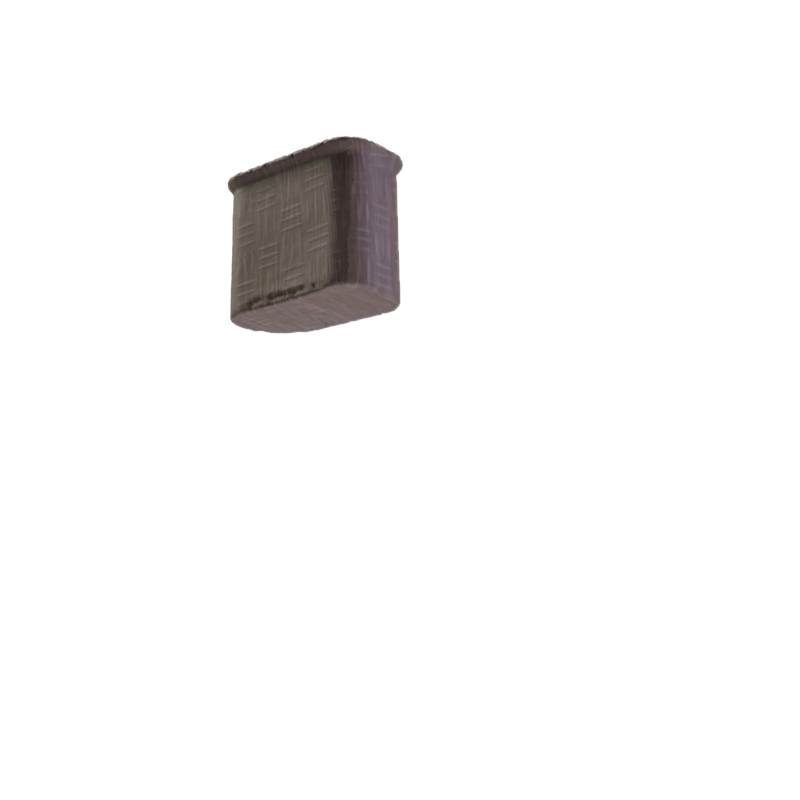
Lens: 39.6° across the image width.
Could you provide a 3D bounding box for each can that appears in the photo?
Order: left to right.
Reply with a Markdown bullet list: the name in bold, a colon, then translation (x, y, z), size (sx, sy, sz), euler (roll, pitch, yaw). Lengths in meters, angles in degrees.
- **can**: translation (-0.048, -0.087, 0.610), size (0.104, 0.088, 0.054), euler (-13, -22, 36)
